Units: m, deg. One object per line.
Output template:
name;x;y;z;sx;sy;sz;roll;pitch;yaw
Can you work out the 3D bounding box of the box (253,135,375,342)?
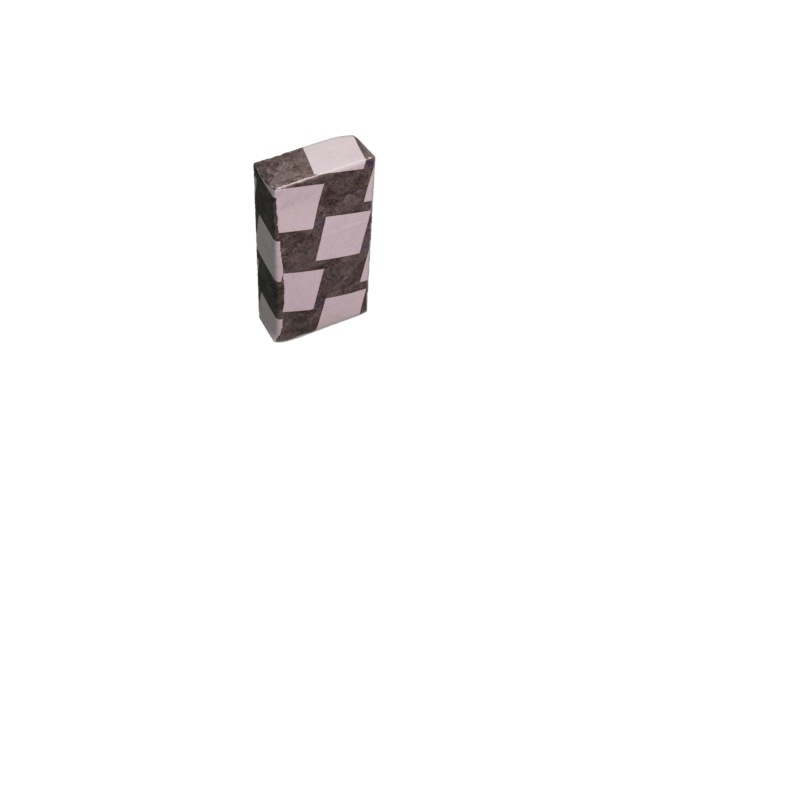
box;-0.073;-0.133;0.928;0.092;0.164;0.052;-20;48;-23
